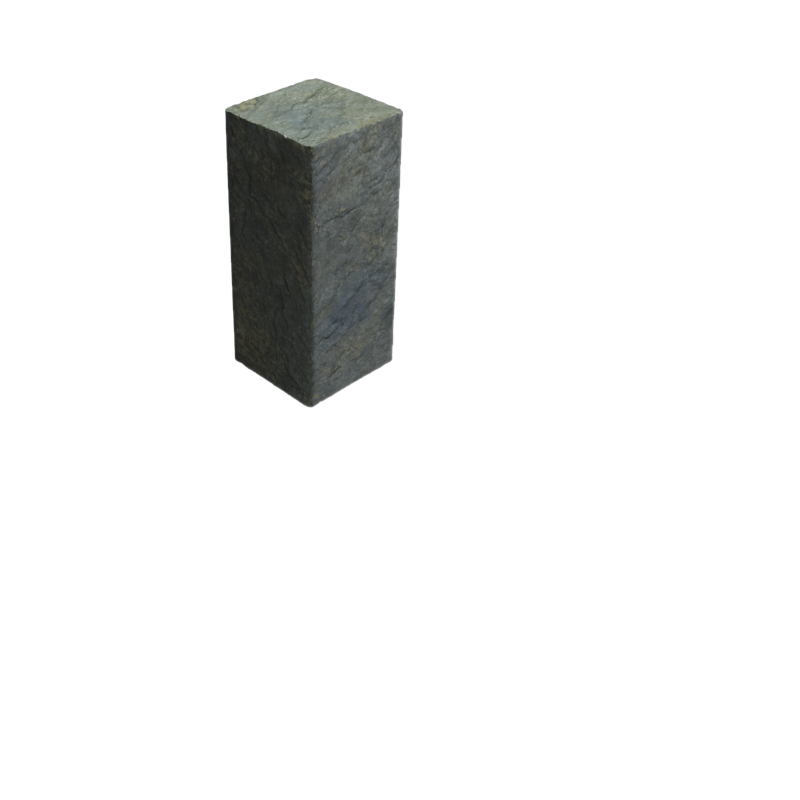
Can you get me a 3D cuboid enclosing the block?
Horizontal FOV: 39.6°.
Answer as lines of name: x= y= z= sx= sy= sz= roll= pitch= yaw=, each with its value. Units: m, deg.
block: x=-0.063 y=-0.115 z=0.801 sx=0.096 sy=0.194 sz=0.090 roll=29 pitch=41 yaw=35
